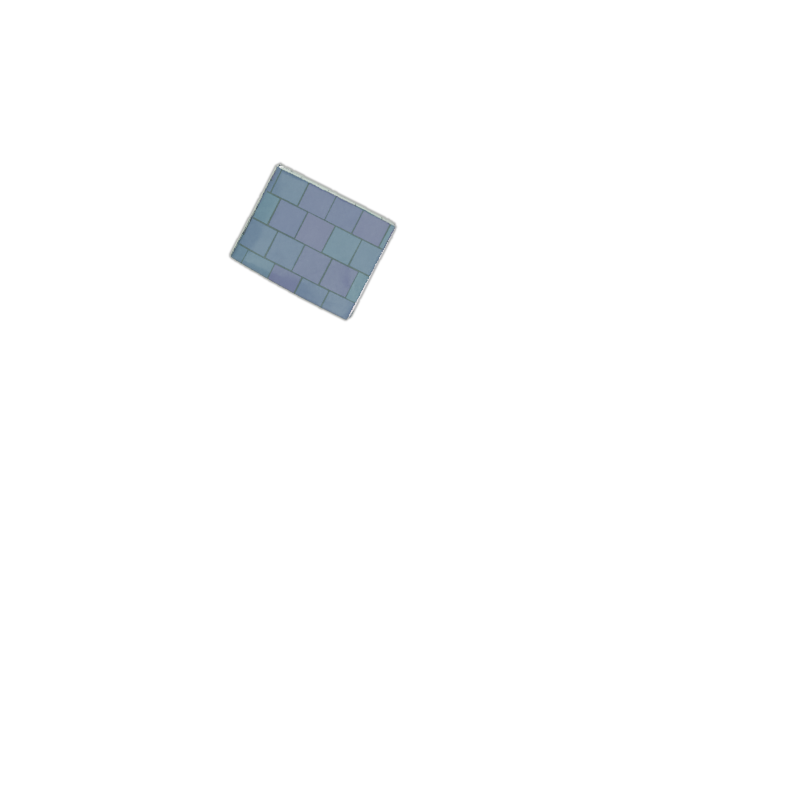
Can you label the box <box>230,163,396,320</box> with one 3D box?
[{"bbox_3d":[-0.072,-0.131,0.920,0.113,0.089,0.039,28,6,-3],"label":"box"}]
